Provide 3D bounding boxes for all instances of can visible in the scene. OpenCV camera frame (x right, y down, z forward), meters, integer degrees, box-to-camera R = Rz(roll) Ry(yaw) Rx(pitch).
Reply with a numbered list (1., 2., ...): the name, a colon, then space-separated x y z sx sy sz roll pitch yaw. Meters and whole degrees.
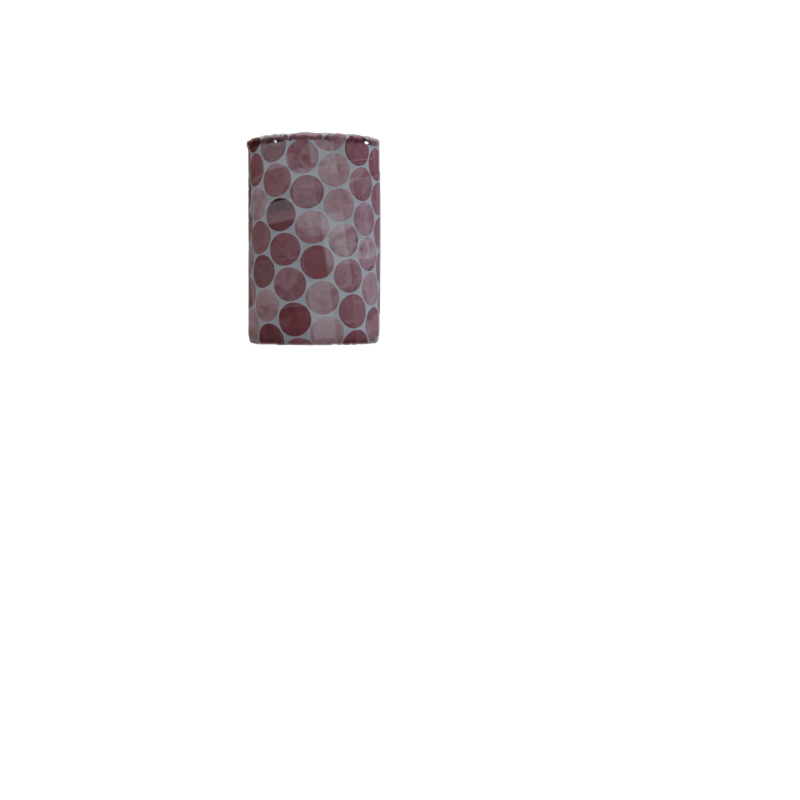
1. can: -0.044 -0.080 0.561 0.068 0.103 0.068 0 0 -2
